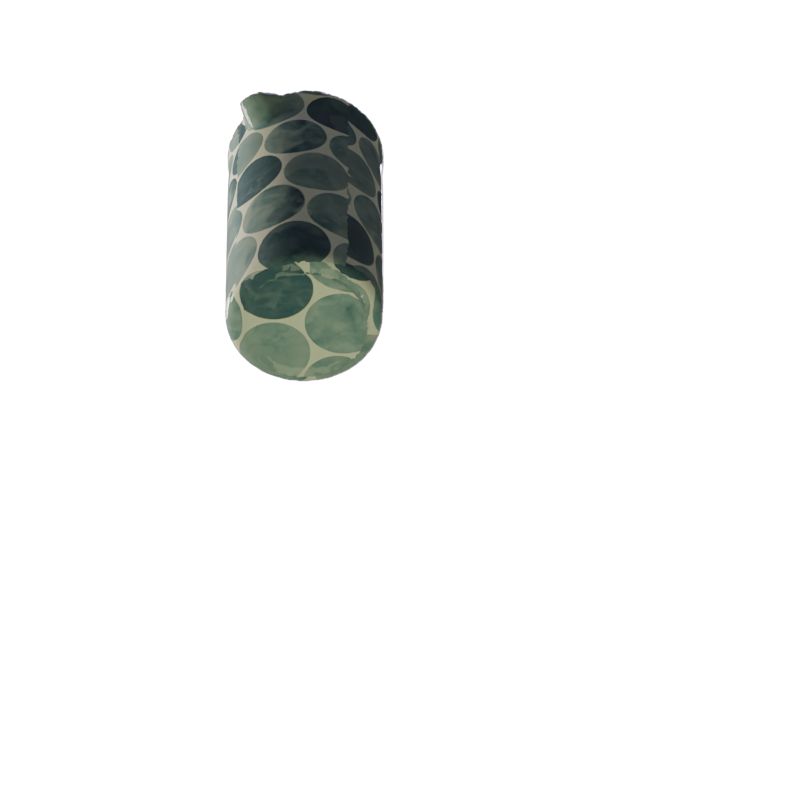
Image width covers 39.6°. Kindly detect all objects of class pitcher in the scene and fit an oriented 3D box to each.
[{"bbox_3d":[-0.067,-0.122,0.855,0.147,0.137,0.260,10,36,-11],"label":"pitcher"}]
